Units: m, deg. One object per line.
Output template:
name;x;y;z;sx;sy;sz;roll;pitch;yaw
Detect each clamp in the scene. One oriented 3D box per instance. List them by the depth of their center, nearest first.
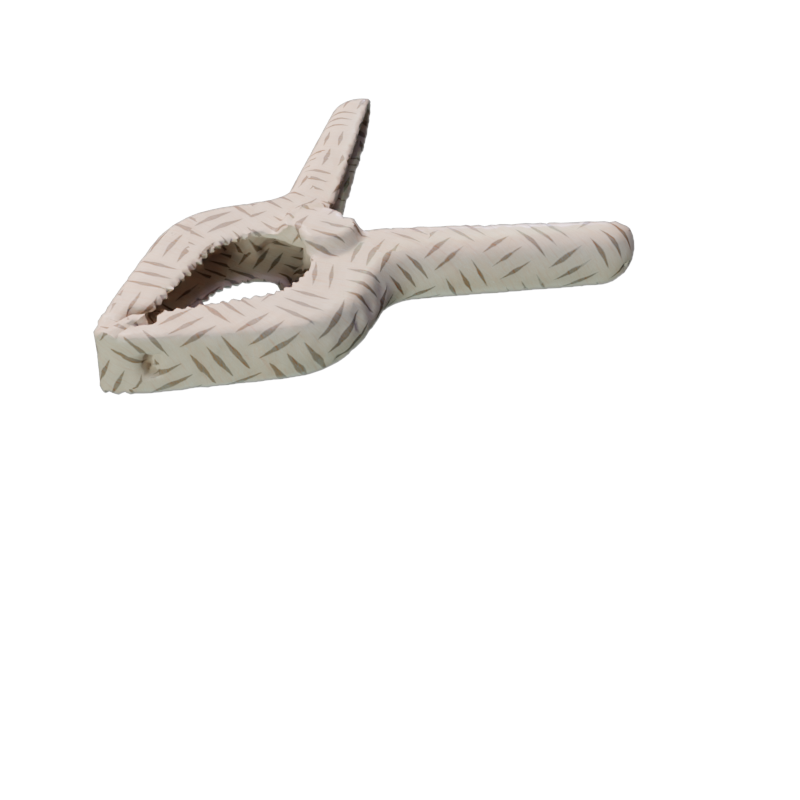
clamp;-0.035;-0.064;0.448;0.208;0.034;0.177;-25;44;-28
